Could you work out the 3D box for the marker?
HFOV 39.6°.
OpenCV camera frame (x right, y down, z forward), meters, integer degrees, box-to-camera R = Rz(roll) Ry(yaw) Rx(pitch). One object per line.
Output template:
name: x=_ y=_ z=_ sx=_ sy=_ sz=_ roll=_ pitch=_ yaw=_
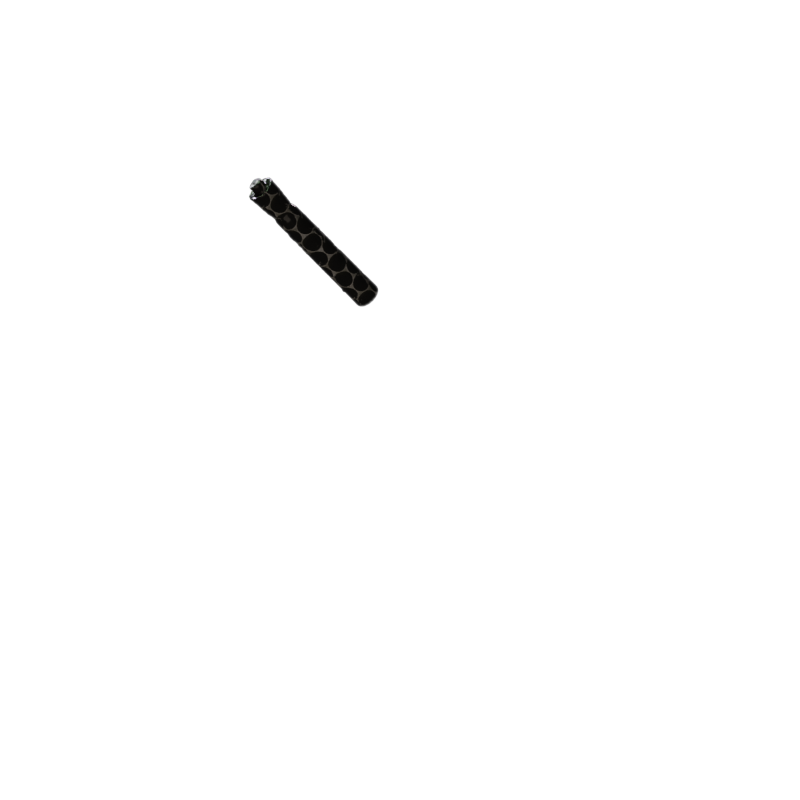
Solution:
marker: x=-0.058 y=-0.105 z=0.735 sx=0.113 sy=0.020 sz=0.021 roll=43 pitch=-23 yaw=-31
